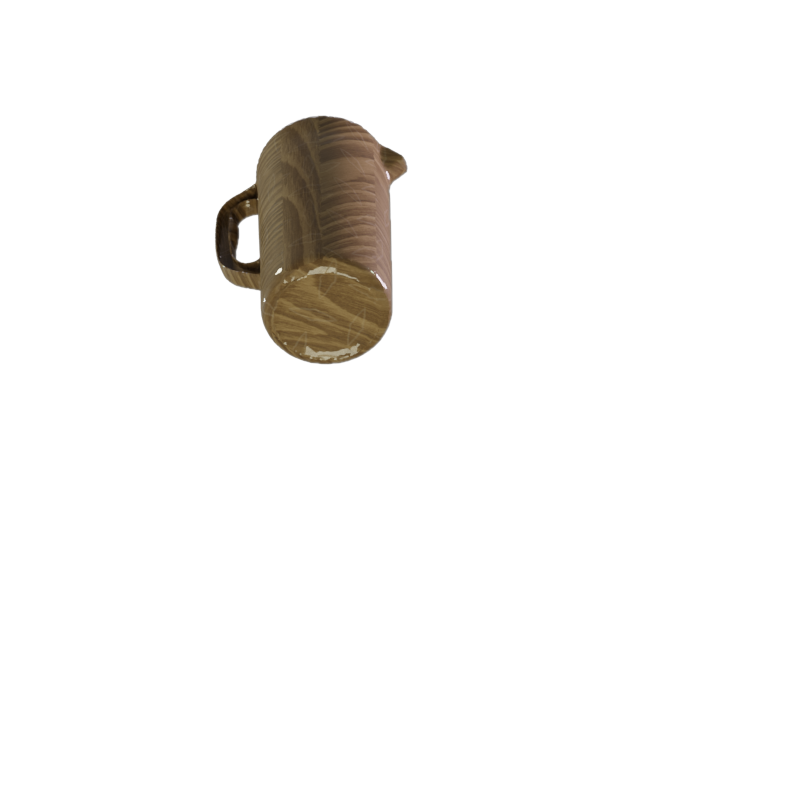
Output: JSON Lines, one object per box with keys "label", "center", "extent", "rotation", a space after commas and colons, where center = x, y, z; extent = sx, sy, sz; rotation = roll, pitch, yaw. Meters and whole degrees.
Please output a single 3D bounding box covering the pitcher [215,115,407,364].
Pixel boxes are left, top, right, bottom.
{"label": "pitcher", "center": [-0.078, -0.142, 0.997], "extent": [0.140, 0.145, 0.260], "rotation": [24, 32, -20]}
